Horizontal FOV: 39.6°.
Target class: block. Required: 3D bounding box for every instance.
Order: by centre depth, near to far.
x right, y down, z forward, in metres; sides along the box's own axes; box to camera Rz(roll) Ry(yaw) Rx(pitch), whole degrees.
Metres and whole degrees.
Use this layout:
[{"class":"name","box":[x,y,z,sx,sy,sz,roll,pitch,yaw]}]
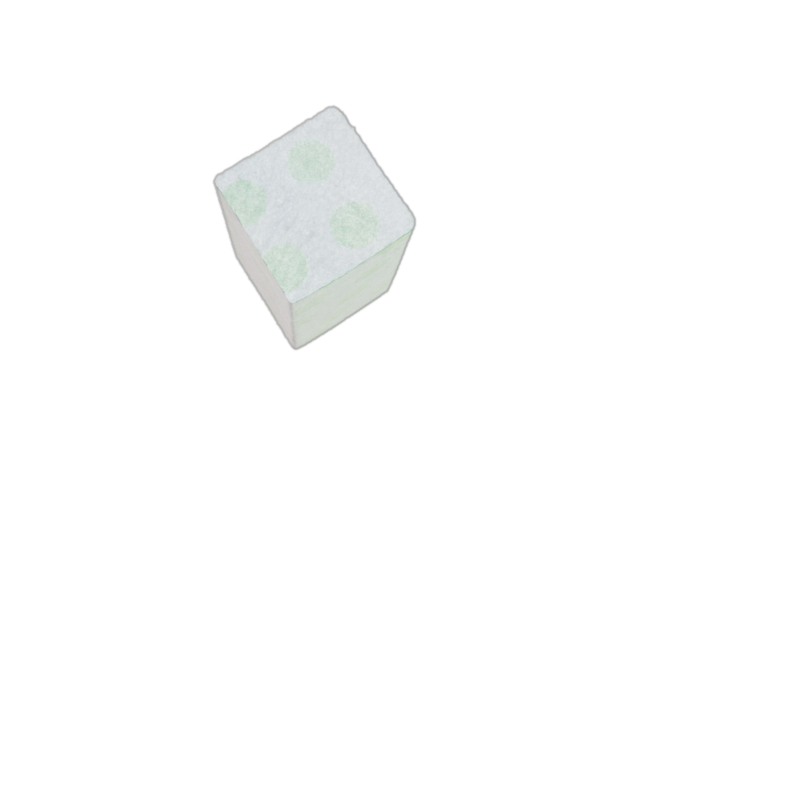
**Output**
[{"class":"block","box":[-0.058,-0.107,0.745,0.090,0.093,0.202,-33,-3,-7]}]
